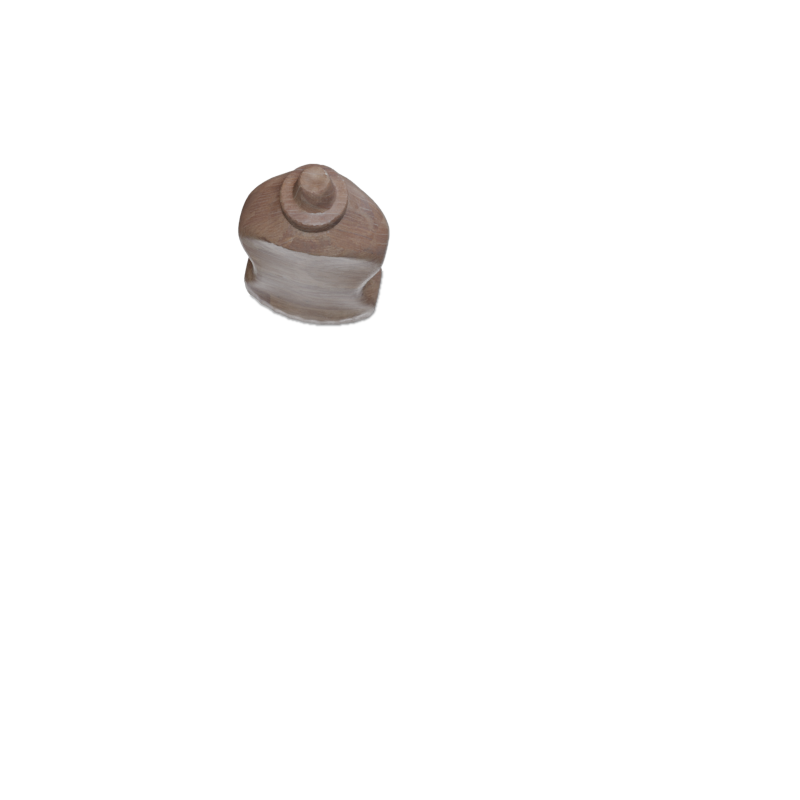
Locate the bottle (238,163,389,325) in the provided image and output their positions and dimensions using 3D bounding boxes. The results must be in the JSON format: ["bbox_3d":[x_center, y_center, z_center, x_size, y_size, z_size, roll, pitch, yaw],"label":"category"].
[{"bbox_3d":[-0.056,-0.103,0.722,0.096,0.060,0.184,14,-15,0],"label":"bottle"}]
